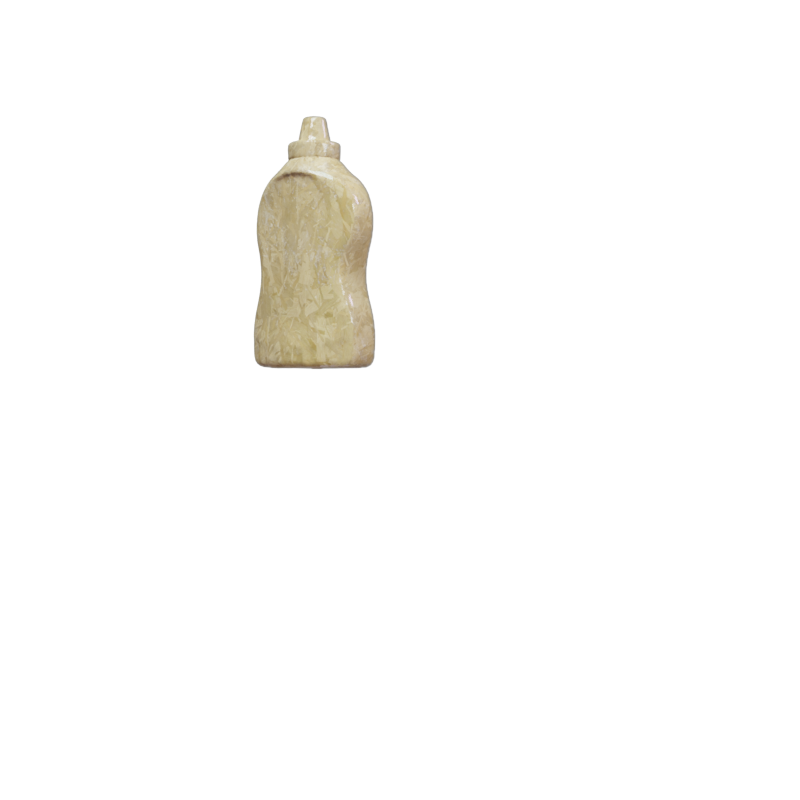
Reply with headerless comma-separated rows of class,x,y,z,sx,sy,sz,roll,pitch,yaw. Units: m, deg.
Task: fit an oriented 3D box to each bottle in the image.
bottle,-0.066,-0.121,0.846,0.099,0.194,0.056,-3,-5,37
